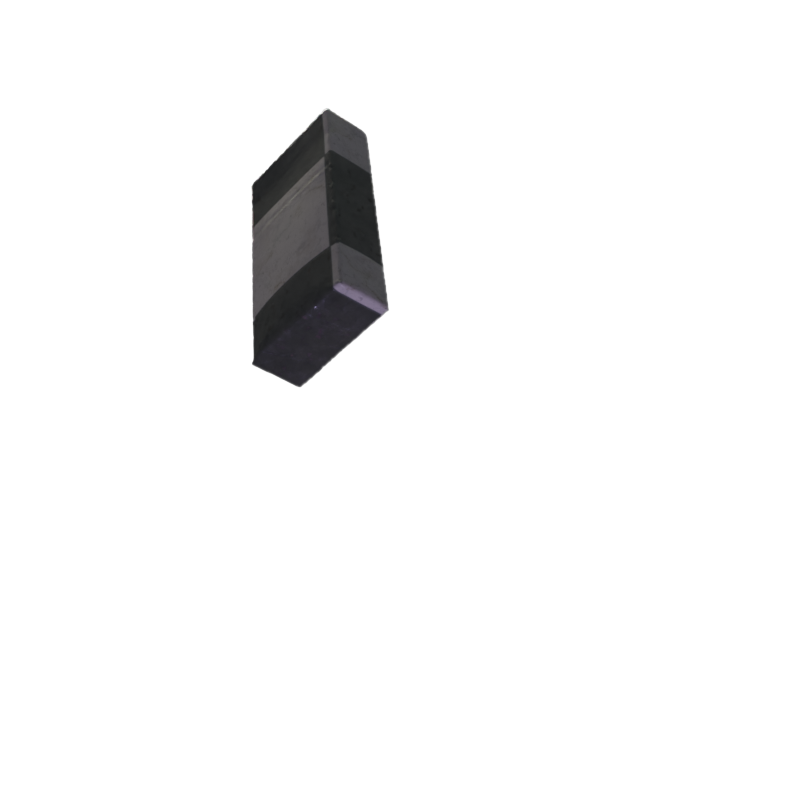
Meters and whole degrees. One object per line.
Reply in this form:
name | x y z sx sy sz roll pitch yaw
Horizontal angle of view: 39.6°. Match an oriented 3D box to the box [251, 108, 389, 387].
box | -0.058 -0.106 0.741 0.045 0.189 0.092 30 -53 -30
